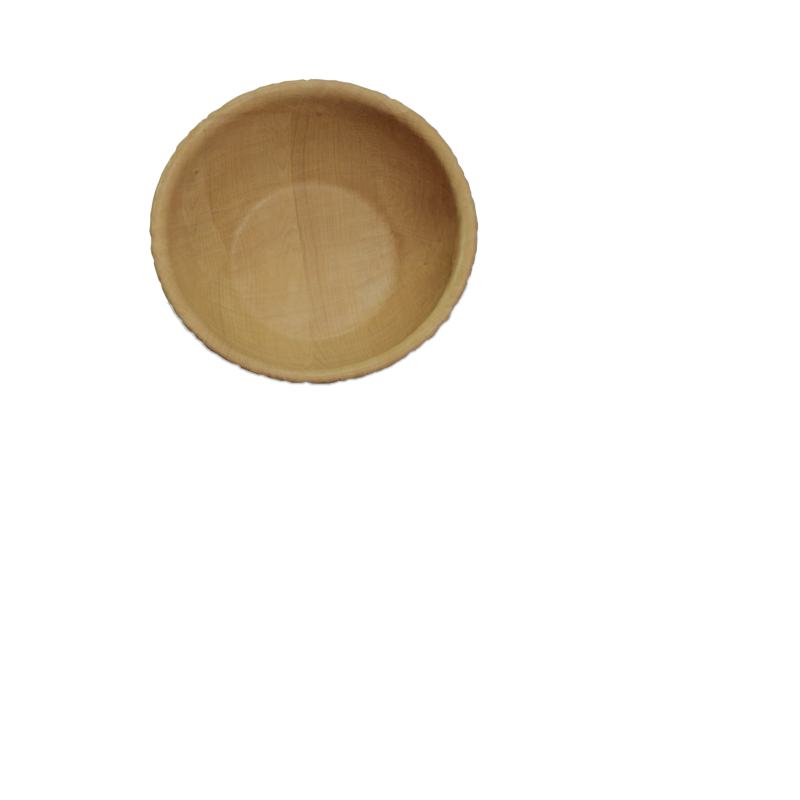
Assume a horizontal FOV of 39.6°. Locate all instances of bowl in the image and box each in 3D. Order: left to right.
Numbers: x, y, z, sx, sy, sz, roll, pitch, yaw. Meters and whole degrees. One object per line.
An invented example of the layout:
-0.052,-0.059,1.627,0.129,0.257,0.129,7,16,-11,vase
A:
-0.045,-0.081,0.569,0.162,0.170,0.053,-1,-20,-1,bowl
